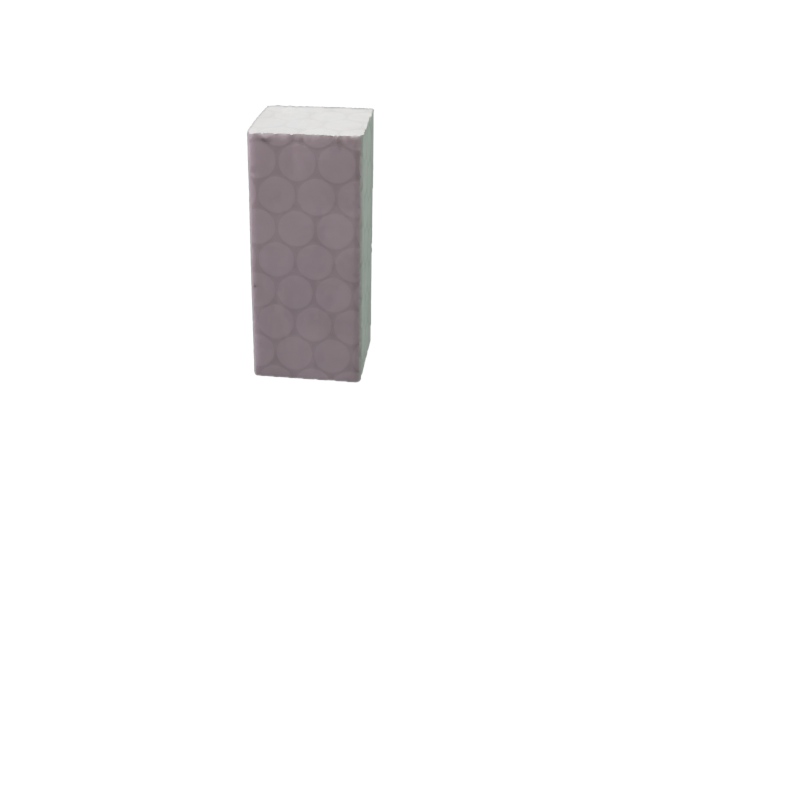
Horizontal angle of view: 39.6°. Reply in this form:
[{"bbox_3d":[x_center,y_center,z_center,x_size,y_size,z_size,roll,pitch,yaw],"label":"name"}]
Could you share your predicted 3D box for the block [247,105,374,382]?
[{"bbox_3d":[-0.071,-0.129,0.904,0.092,0.196,0.094,4,23,5],"label":"block"}]
